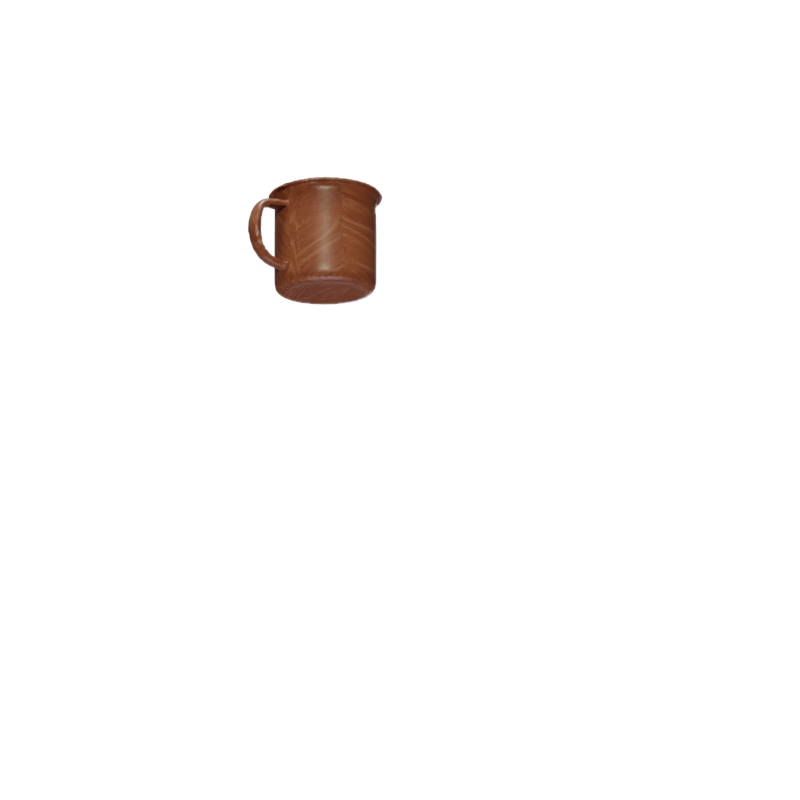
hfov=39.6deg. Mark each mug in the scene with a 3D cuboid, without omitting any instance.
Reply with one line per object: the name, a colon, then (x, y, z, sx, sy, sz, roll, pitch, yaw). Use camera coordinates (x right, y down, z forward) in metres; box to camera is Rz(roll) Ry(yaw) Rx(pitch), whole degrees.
mug: (-0.070, -0.127, 0.889, 0.111, 0.085, 0.094, 10, -18, -38)
